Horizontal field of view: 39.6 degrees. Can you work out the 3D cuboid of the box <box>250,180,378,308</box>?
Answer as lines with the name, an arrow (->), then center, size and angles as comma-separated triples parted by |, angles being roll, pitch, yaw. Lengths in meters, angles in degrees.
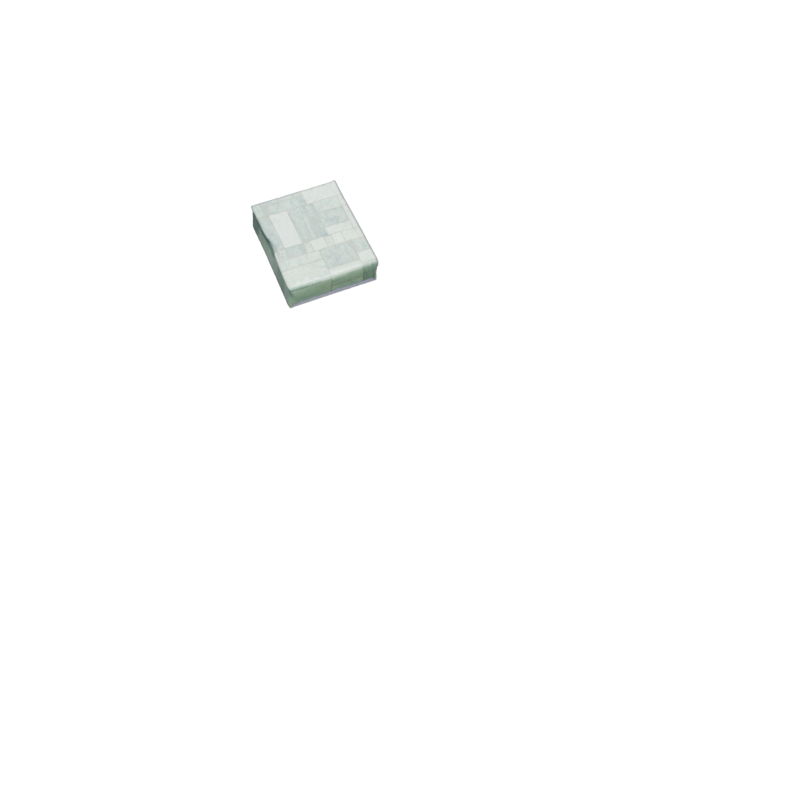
box -> -0.068, -0.123, 0.862 | 0.073, 0.096, 0.028 | -19, -32, -12
